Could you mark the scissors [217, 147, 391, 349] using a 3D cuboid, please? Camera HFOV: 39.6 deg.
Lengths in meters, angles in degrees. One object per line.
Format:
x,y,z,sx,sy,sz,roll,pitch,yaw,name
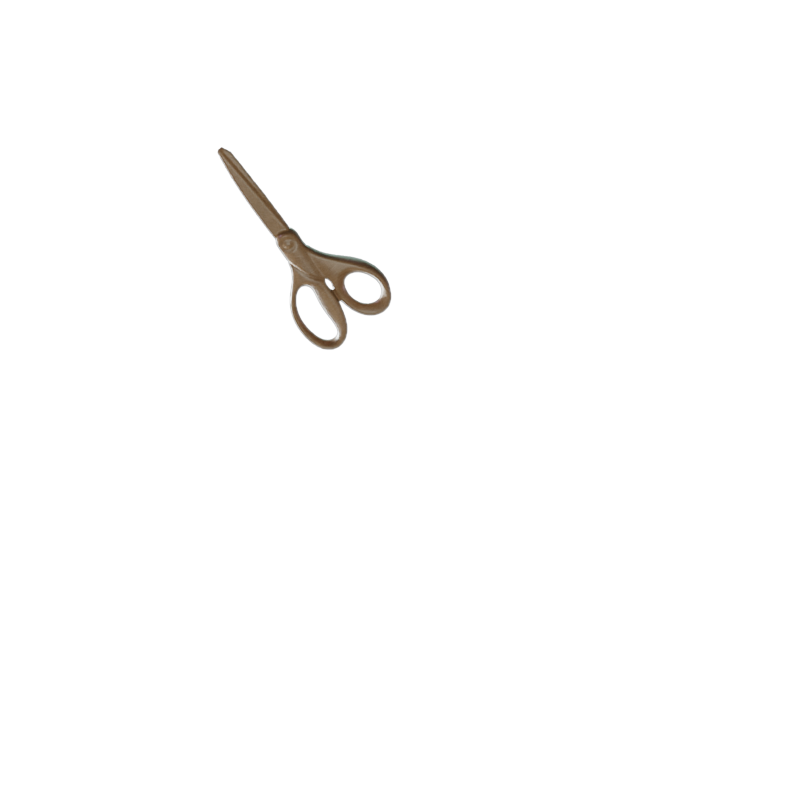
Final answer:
-0.072,-0.131,0.916,0.097,0.190,0.017,-15,26,8,scissors
